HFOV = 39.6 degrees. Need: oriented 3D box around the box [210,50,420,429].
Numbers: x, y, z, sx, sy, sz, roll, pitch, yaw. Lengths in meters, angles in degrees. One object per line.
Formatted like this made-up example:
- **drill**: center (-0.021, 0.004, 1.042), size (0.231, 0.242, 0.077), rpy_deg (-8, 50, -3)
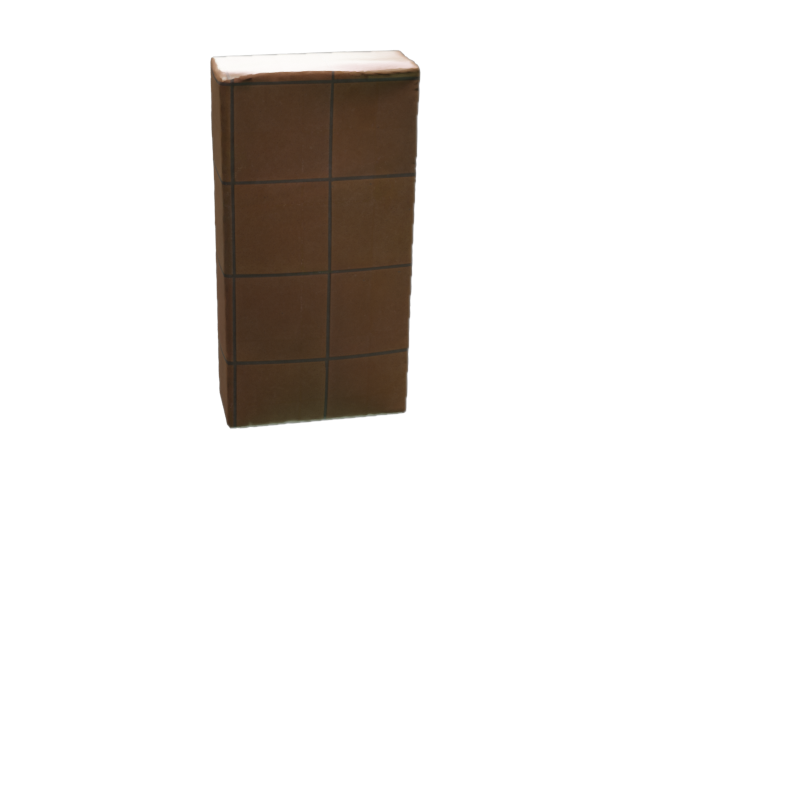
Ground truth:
- **box**: center (-0.042, -0.076, 0.530), size (0.092, 0.167, 0.051), rpy_deg (-4, 26, -12)
